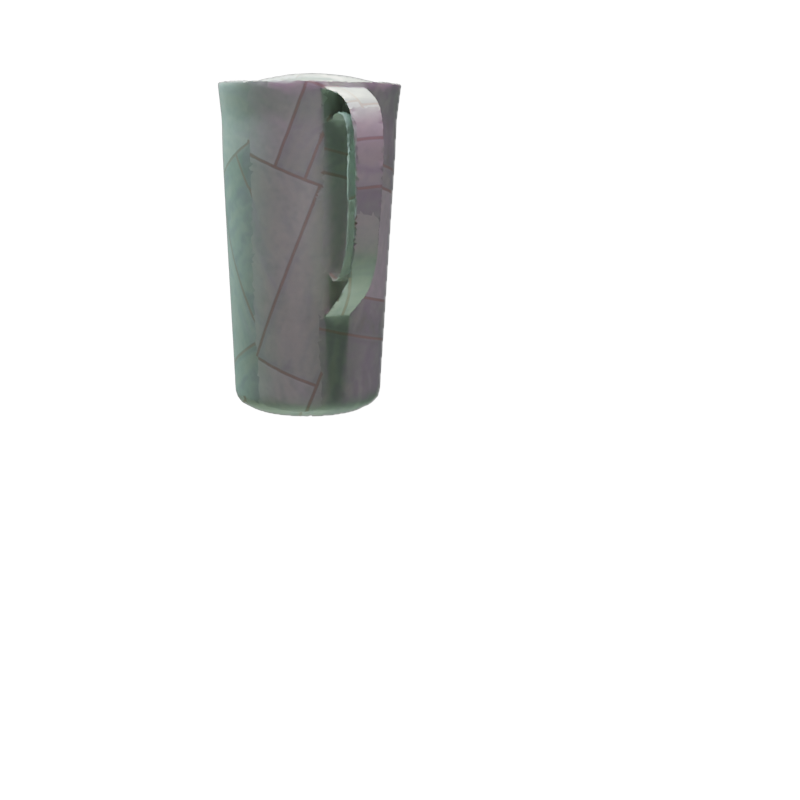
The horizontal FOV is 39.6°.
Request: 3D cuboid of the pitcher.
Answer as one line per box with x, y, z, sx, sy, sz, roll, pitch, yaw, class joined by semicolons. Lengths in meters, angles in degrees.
-0.063;-0.115;0.806;0.149;0.239;0.148;3;8;19;pitcher
